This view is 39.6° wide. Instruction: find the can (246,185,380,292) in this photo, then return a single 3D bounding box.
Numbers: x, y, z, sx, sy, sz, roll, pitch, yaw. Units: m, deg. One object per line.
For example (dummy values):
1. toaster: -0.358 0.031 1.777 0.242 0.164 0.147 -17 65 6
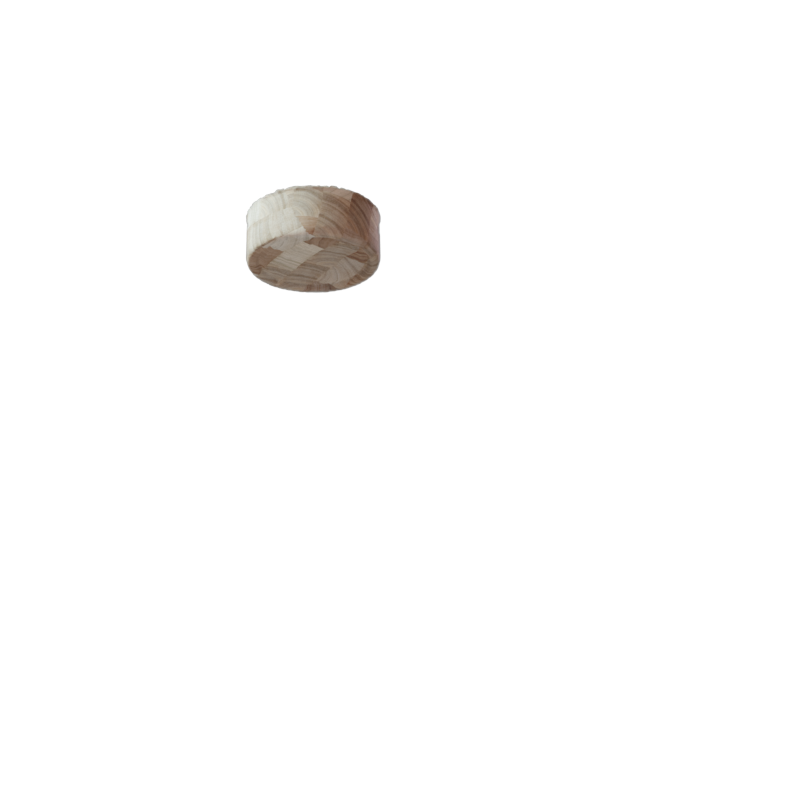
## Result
1. can: -0.055 -0.100 0.700 0.086 0.035 0.081 0 -22 -2
